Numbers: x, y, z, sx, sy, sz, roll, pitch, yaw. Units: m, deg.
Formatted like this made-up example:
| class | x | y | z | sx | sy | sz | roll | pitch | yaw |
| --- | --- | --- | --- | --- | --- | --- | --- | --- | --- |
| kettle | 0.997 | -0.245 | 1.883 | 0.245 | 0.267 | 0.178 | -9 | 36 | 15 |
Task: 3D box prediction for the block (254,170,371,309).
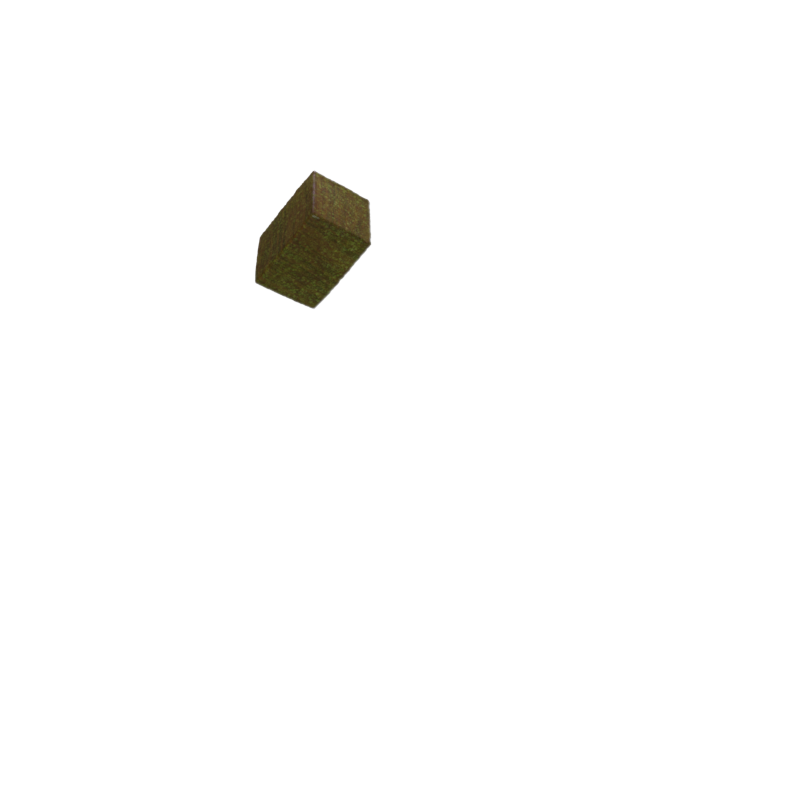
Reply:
| class | x | y | z | sx | sy | sz | roll | pitch | yaw |
| --- | --- | --- | --- | --- | --- | --- | --- | --- | --- |
| block | -0.063 | -0.116 | 0.810 | 0.050 | 0.055 | 0.076 | 27 | -53 | -25 |
